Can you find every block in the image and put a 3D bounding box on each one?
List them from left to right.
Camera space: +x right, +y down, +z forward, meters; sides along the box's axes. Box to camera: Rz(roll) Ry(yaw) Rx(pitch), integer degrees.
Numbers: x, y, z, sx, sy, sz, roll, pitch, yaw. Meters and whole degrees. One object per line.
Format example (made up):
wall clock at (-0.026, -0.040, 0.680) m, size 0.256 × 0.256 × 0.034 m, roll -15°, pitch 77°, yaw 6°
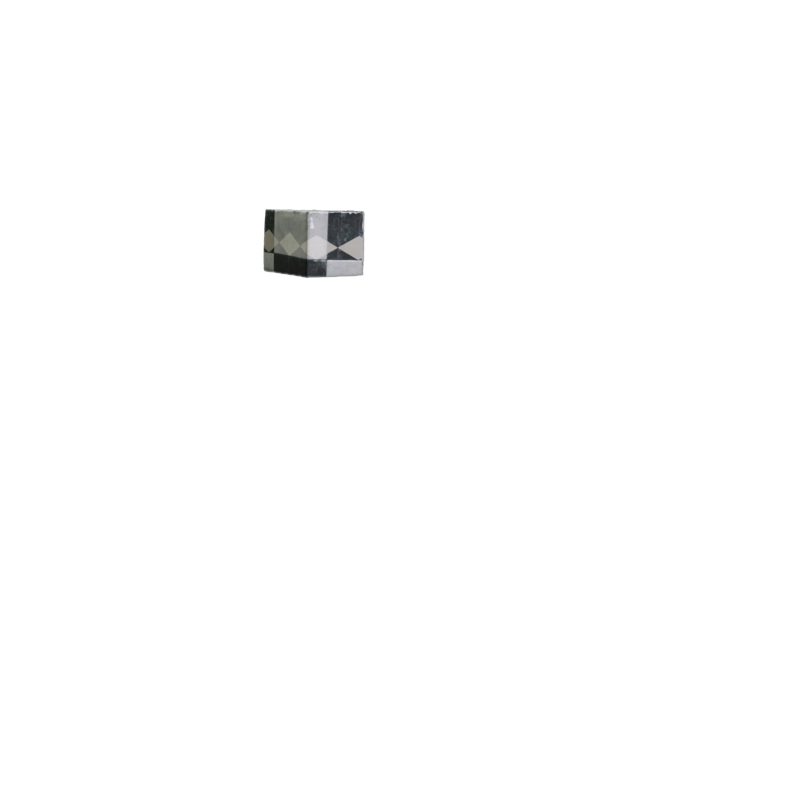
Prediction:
block at (-0.069, -0.125, 0.878) m, size 0.051 × 0.051 × 0.081 m, roll -4°, pitch 9°, yaw -31°
